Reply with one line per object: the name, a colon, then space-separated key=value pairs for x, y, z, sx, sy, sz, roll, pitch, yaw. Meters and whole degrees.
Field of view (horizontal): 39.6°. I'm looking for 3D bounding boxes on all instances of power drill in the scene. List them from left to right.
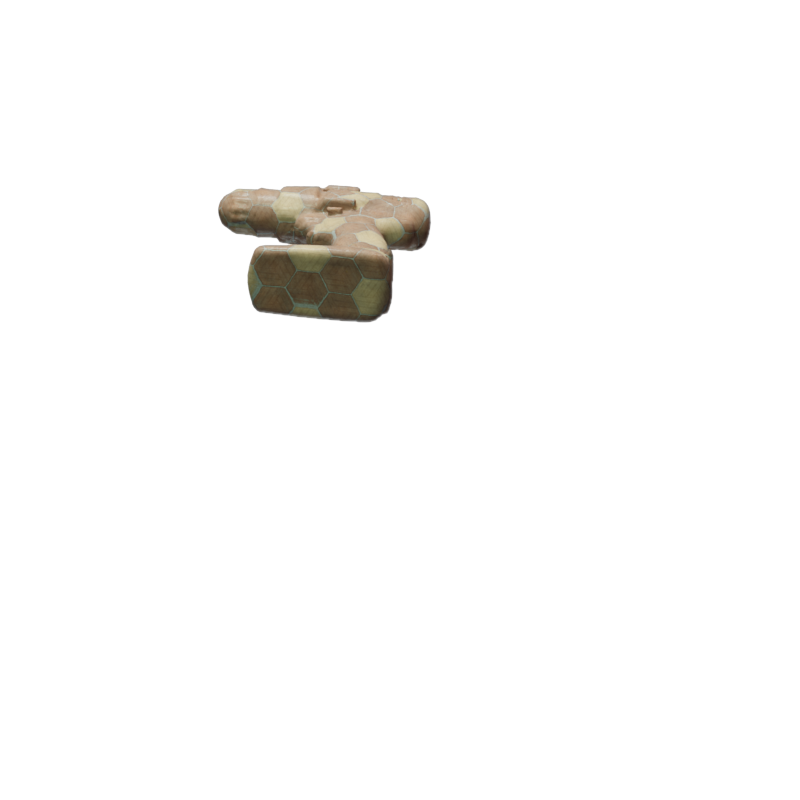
power drill: x=-0.070 y=-0.128 z=0.894 sx=0.186 sy=0.054 sz=0.196 roll=3 pitch=27 yaw=5
